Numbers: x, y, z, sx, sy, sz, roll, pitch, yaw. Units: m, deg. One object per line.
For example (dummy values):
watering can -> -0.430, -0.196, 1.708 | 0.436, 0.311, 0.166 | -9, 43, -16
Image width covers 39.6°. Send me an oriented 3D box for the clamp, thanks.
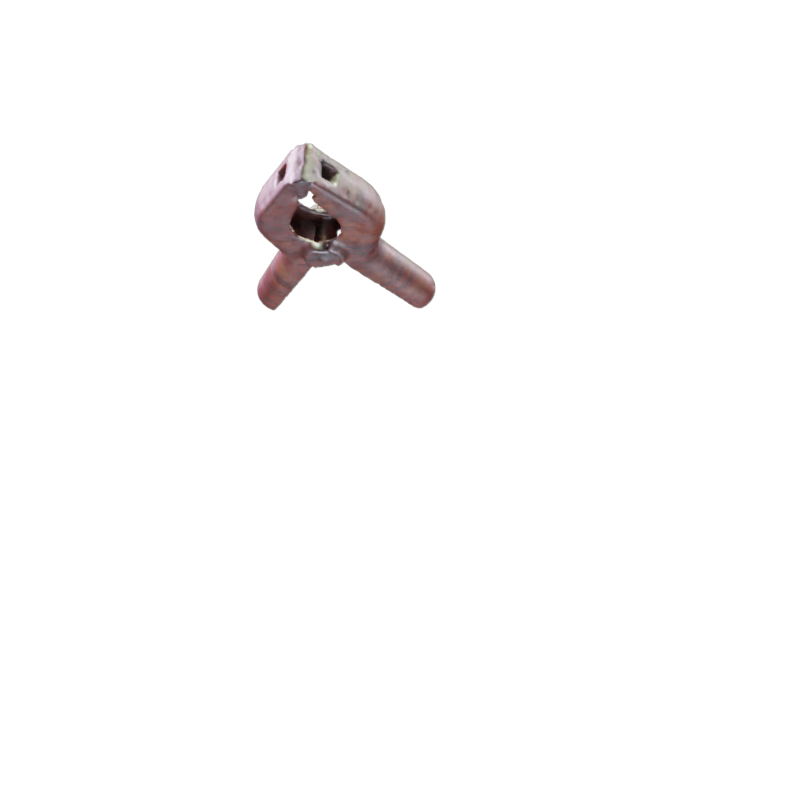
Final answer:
clamp -> -0.055, -0.100, 0.698 | 0.122, 0.042, 0.159 | -9, -30, 15
